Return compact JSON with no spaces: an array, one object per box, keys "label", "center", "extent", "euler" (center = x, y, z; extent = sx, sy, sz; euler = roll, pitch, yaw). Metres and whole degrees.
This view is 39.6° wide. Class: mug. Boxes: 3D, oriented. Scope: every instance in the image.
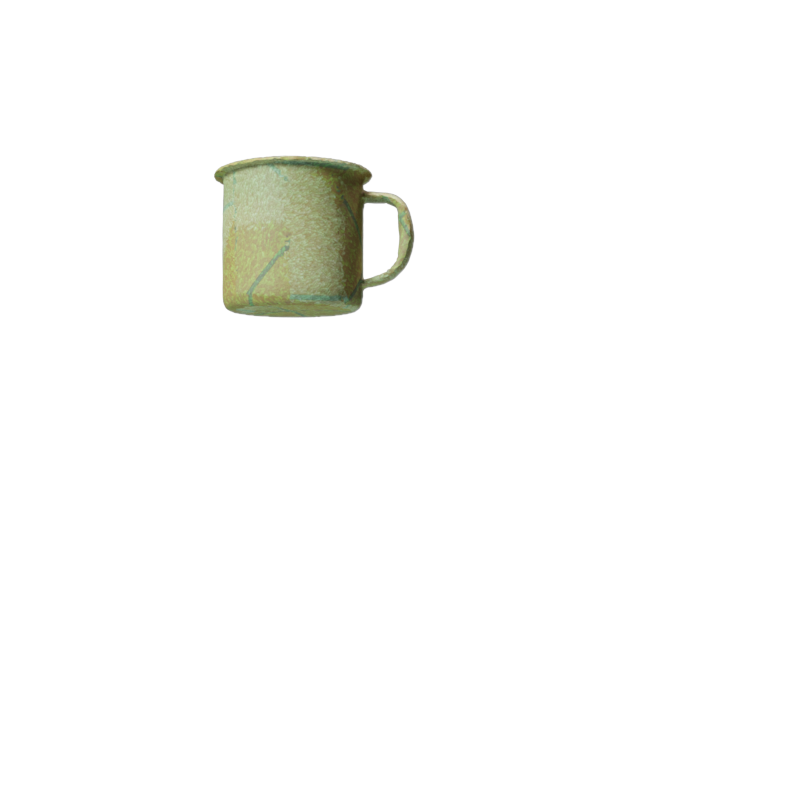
[{"label":"mug","center":[-0.050,-0.092,0.644],"extent":[0.118,0.083,0.091],"euler":[-1,-5,6]}]
